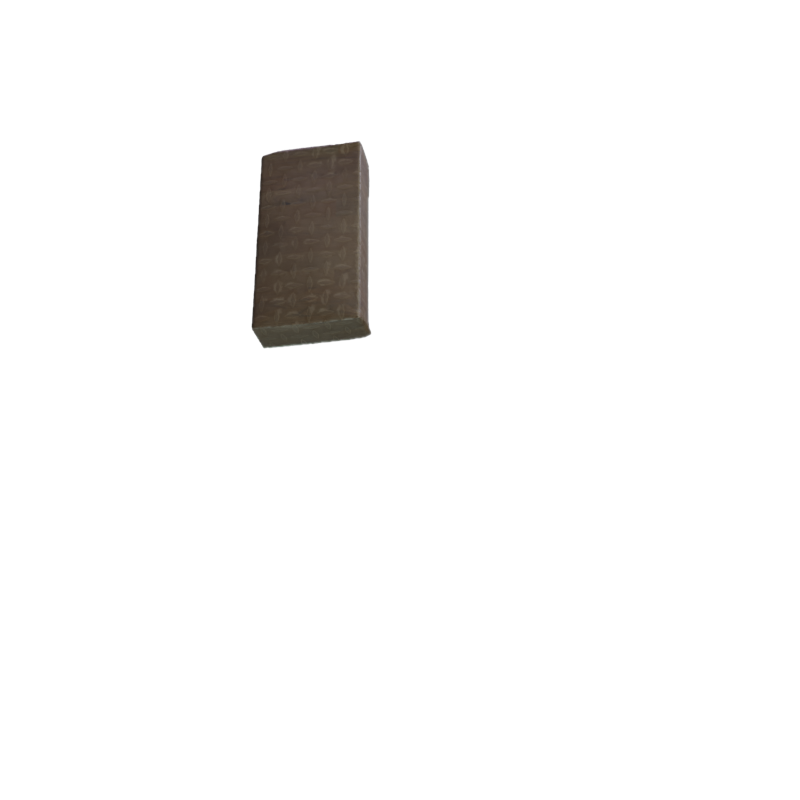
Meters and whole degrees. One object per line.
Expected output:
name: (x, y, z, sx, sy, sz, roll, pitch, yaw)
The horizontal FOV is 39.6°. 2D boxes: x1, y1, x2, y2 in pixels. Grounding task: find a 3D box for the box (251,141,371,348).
box: (-0.074, -0.135, 0.941, 0.094, 0.187, 0.045, -7, -28, 10)
